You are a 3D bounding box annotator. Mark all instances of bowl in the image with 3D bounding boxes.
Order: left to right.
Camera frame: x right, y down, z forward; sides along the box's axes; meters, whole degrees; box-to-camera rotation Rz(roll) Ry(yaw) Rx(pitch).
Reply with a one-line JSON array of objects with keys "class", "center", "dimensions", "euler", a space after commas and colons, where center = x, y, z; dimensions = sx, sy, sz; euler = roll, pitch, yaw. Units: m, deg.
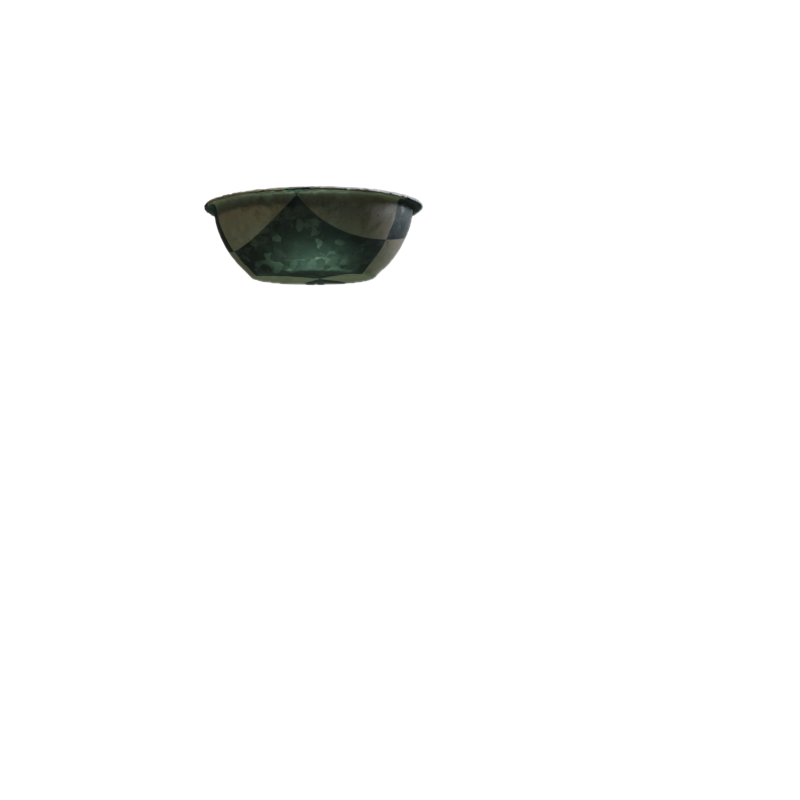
[{"class": "bowl", "center": [-0.064, -0.117, 0.817], "dimensions": [0.162, 0.056, 0.160], "euler": [0, -1, -2]}]
